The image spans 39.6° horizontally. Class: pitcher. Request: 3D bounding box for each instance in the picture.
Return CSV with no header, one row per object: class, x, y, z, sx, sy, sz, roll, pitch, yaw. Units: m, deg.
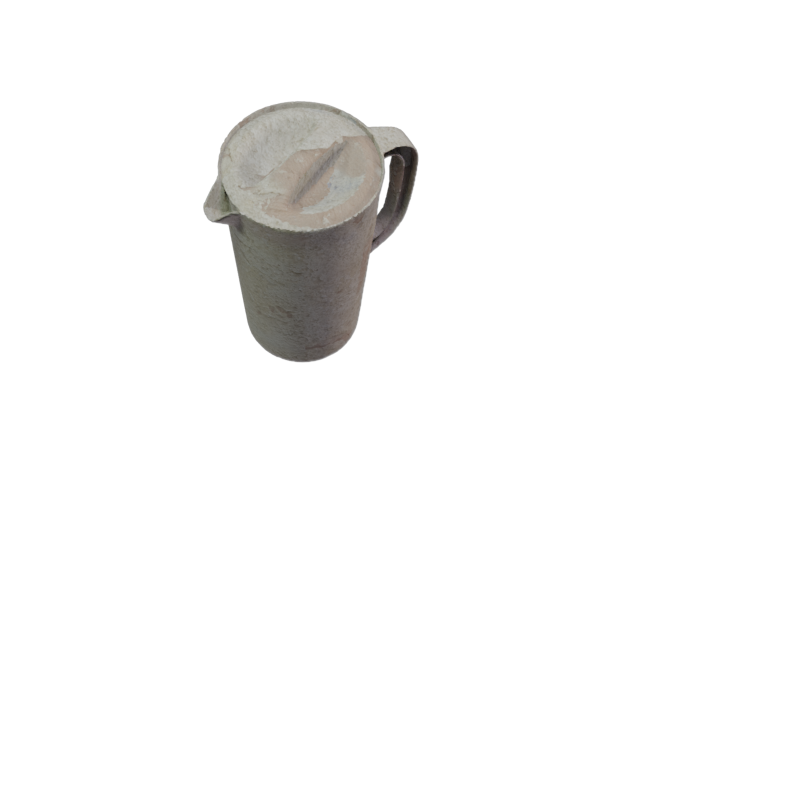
pitcher,-0.076,-0.139,0.972,0.151,0.152,0.228,15,-30,6
